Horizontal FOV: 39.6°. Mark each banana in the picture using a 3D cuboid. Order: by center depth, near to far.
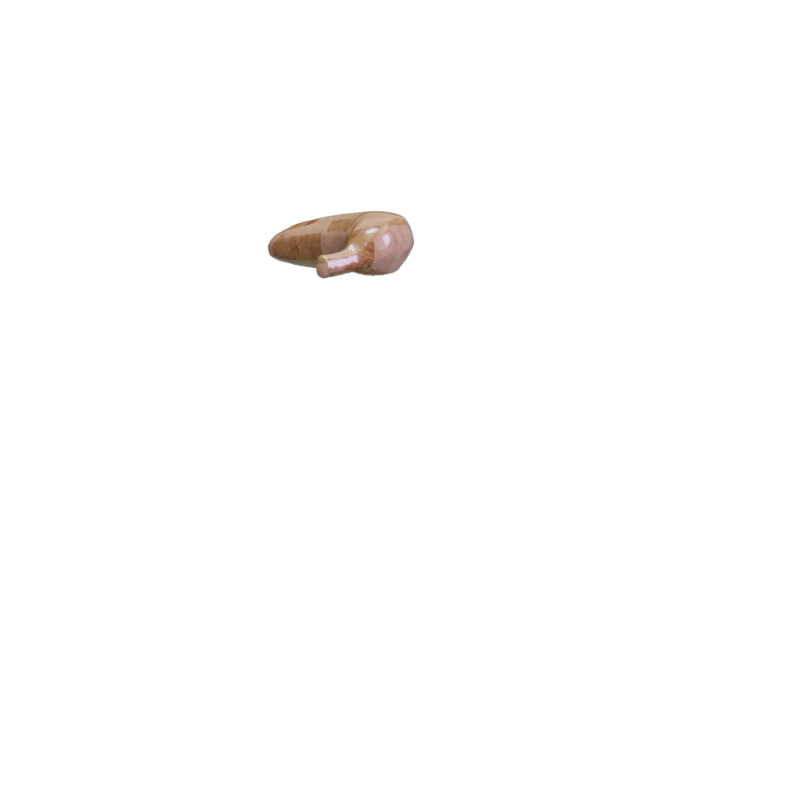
[{"bbox_3d":[-0.034,-0.096,0.675,0.068,0.036,0.203,-2,9,-14],"label":"banana"}]
